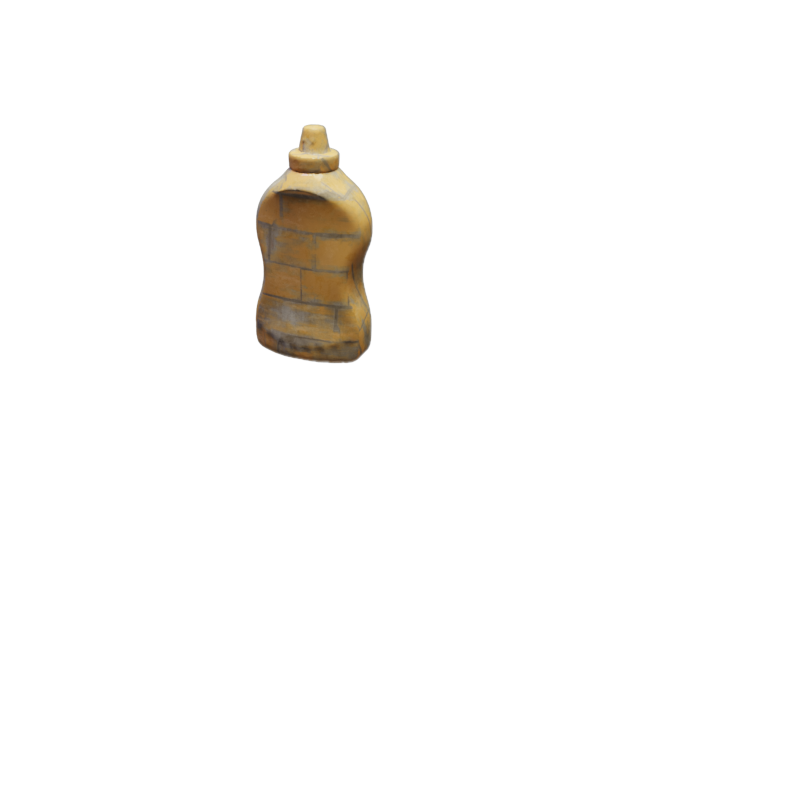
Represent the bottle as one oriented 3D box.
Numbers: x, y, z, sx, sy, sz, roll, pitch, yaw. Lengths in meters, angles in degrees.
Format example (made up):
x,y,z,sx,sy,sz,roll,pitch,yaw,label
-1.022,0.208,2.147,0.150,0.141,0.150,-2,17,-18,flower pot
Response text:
x,y,z,sx,sy,sz,roll,pitch,yaw,label
-0.071,-0.130,0.906,0.100,0.183,0.059,10,22,23,bottle
